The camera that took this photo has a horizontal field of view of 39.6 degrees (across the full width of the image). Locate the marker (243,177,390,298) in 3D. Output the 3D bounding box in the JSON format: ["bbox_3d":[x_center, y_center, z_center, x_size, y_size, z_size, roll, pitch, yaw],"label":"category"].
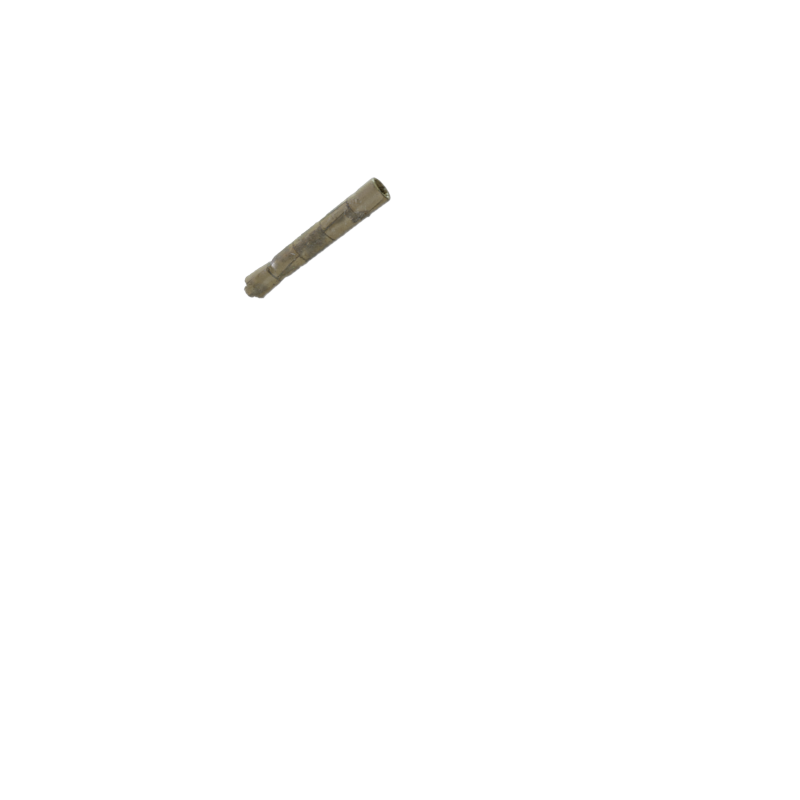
[{"bbox_3d":[-0.058,-0.106,0.742,0.120,0.020,0.019,-35,-10,20],"label":"marker"}]
